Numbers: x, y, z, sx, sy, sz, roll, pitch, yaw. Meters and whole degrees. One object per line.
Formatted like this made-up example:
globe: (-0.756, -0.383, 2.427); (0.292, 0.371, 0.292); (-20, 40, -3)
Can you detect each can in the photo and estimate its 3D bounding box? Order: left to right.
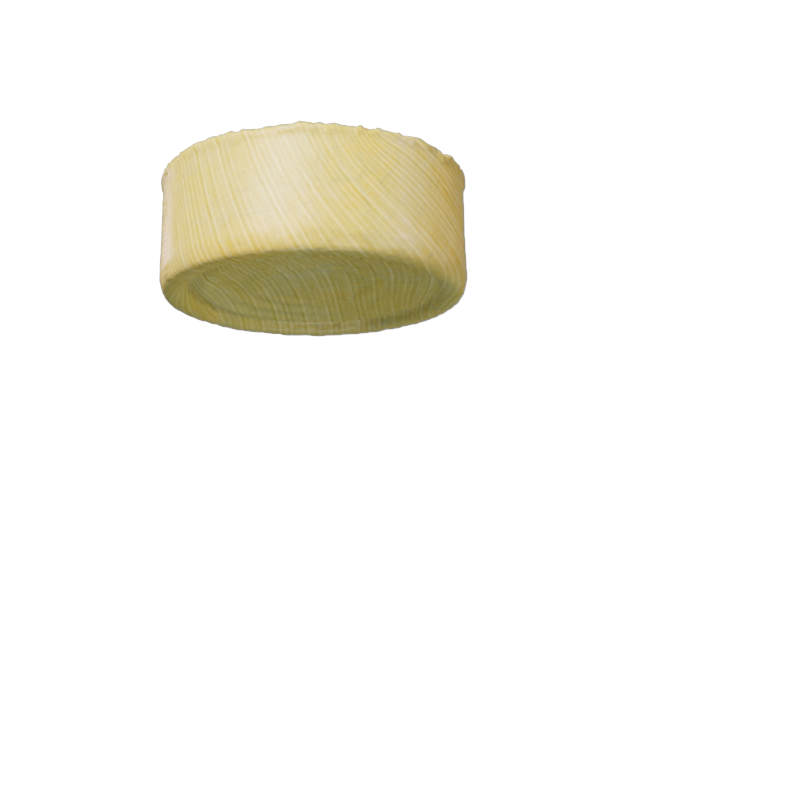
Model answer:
can: (-0.024, -0.044, 0.309); (0.086, 0.035, 0.083); (0, -13, -2)
